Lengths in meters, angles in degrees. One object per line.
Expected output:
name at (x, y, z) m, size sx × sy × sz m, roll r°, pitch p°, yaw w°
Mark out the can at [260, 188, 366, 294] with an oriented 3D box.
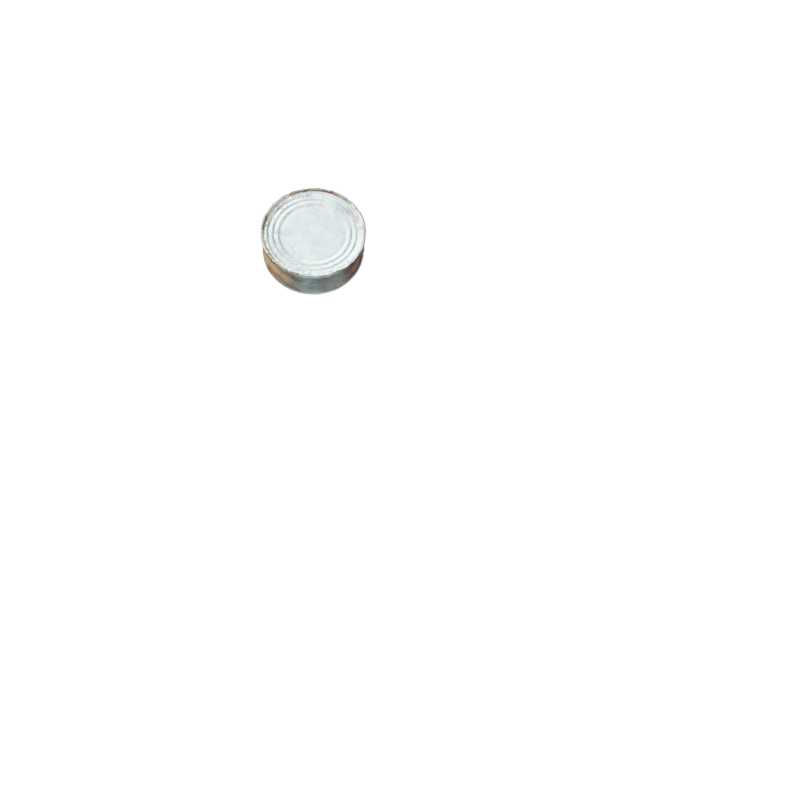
can at (-0.071, -0.130, 0.913) m, size 0.086 × 0.091 × 0.031 m, roll -1°, pitch -30°, yaw -1°
